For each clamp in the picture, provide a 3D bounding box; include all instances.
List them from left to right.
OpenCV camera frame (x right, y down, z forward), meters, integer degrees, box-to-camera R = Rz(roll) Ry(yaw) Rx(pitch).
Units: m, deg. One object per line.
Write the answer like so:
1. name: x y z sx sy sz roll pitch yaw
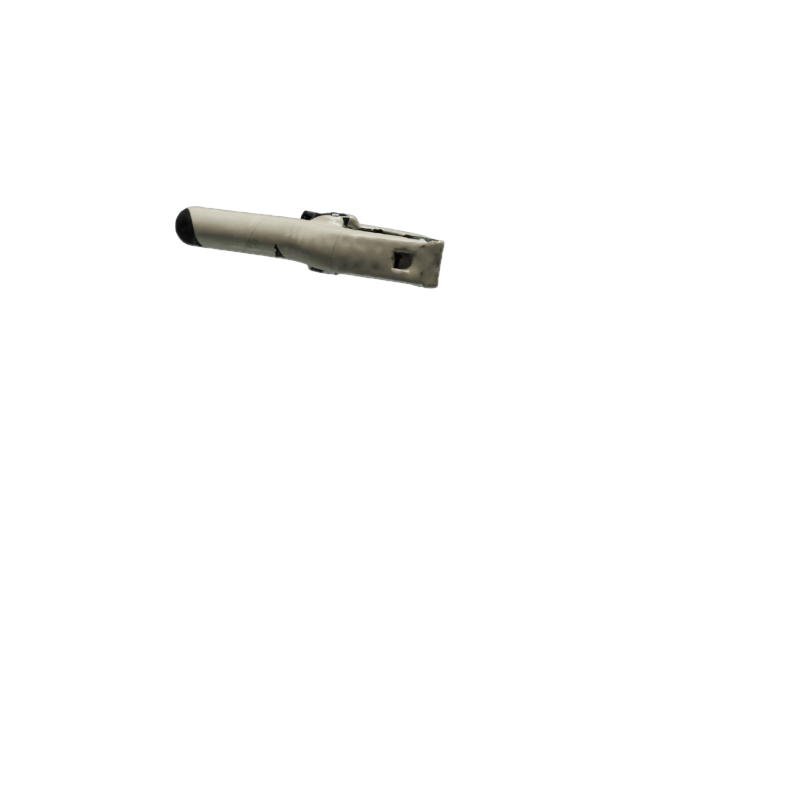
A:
1. clamp: -0.052 -0.095 0.666 0.117 0.038 0.181 -11 18 -37
